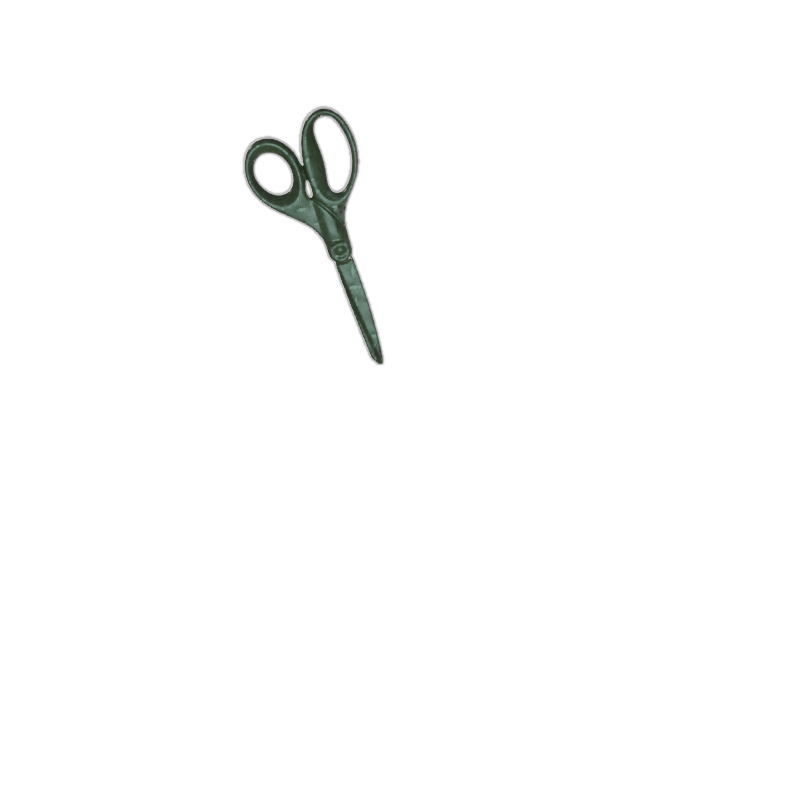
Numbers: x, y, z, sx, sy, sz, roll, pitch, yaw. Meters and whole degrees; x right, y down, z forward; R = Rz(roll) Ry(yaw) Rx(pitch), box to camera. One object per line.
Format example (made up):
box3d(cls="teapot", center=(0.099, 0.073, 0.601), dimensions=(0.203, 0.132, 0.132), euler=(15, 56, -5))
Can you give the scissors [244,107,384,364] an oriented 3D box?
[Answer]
box3d(cls="scissors", center=(-0.066, -0.121, 0.847), dimensions=(0.096, 0.197, 0.016), euler=(-3, 10, 0))
